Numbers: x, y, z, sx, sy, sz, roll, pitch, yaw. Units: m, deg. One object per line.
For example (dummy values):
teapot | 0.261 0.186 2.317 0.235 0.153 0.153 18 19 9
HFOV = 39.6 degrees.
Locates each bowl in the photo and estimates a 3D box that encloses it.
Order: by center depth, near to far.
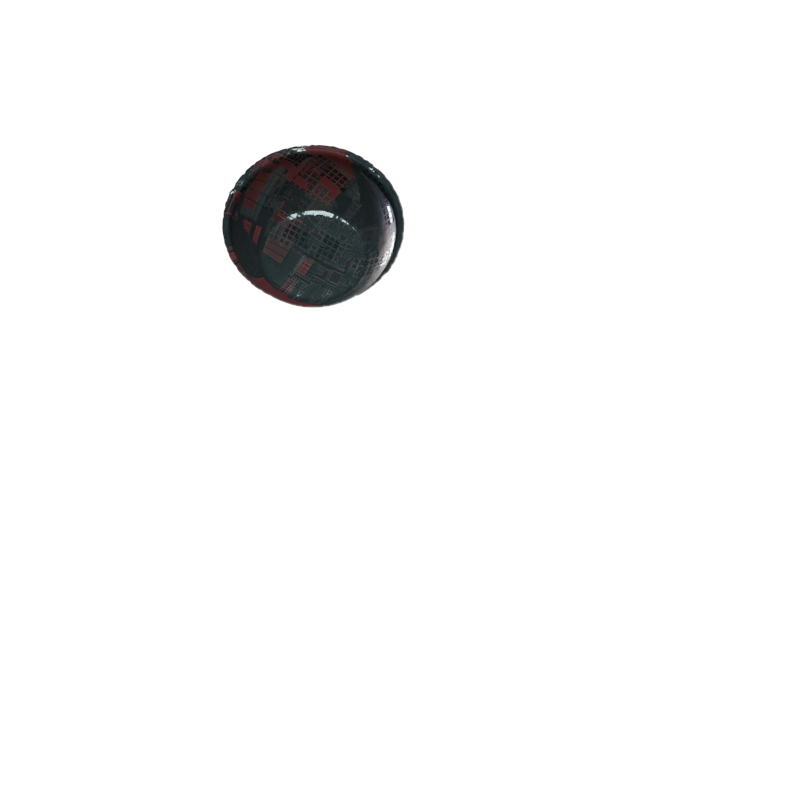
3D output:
bowl | -0.075 -0.137 0.962 0.162 0.152 0.059 1 32 -1
